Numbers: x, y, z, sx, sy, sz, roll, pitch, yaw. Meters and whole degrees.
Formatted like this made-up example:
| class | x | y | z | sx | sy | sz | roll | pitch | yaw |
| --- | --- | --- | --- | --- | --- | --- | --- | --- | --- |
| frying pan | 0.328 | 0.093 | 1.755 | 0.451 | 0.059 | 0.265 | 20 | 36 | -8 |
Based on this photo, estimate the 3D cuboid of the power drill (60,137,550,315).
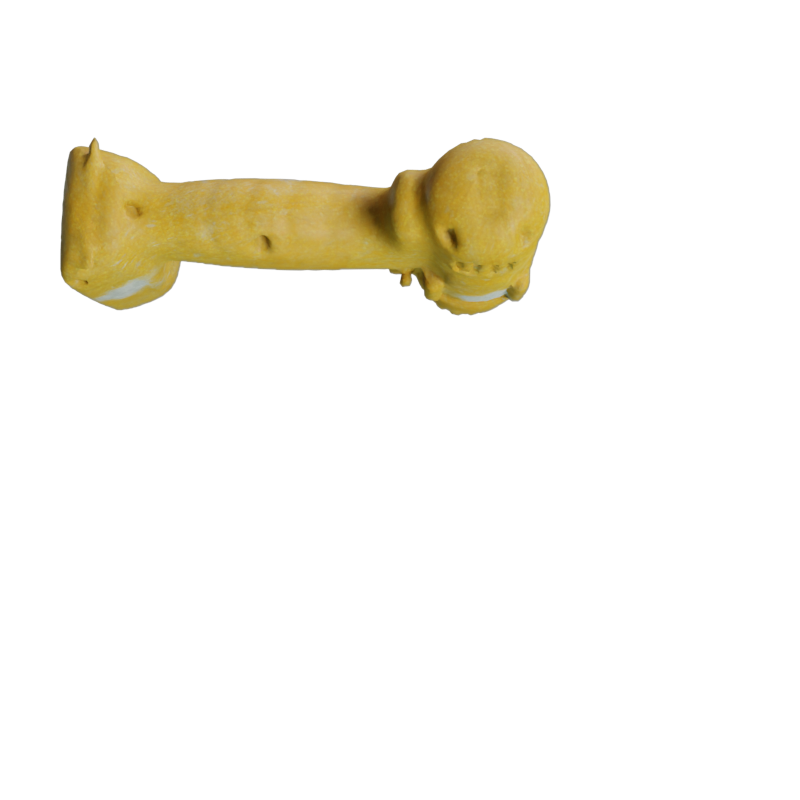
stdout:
| class | x | y | z | sx | sy | sz | roll | pitch | yaw |
| --- | --- | --- | --- | --- | --- | --- | --- | --- | --- |
| power drill | -0.037 | -0.067 | 0.471 | 0.188 | 0.059 | 0.179 | 0 | -6 | 2 |
